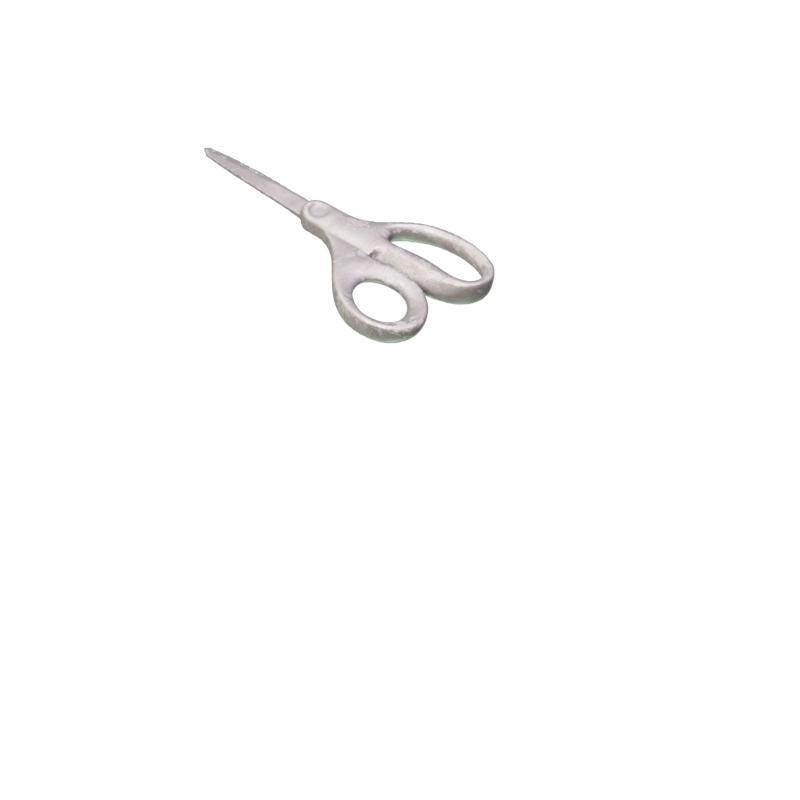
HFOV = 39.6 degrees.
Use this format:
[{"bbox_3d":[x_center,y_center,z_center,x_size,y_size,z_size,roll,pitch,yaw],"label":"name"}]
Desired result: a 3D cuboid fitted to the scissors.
[{"bbox_3d":[-0.049,-0.088,0.620,0.210,0.015,0.099,21,48,20],"label":"scissors"}]
